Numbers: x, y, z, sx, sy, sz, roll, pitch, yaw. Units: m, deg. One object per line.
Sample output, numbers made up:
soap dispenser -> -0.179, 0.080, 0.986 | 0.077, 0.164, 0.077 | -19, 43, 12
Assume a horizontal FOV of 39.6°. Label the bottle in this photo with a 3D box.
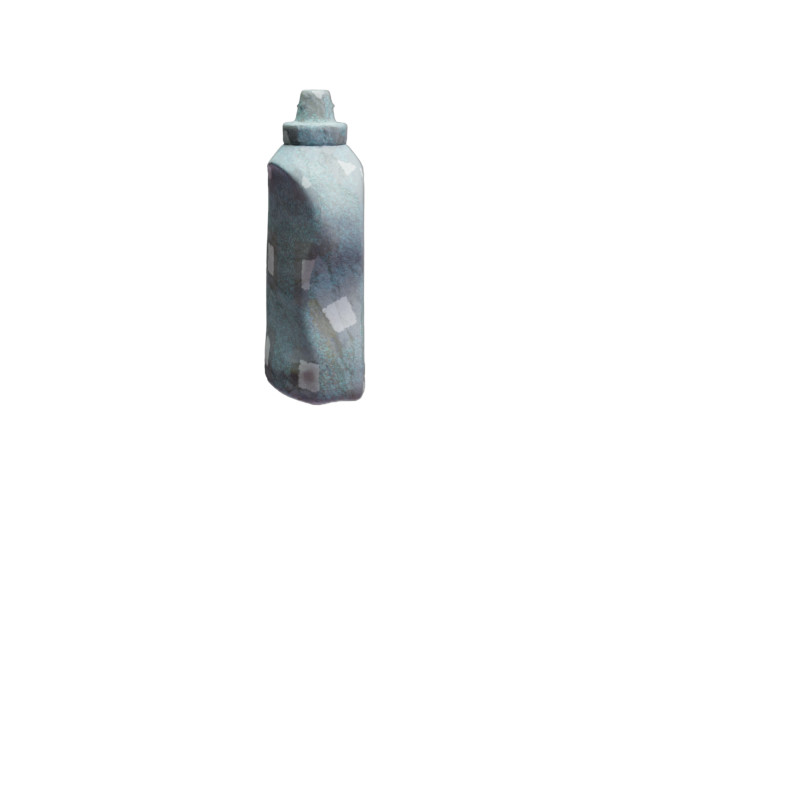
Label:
bottle -> -0.055, -0.101, 0.707 | 0.057, 0.187, 0.101 | -3, 12, -22
